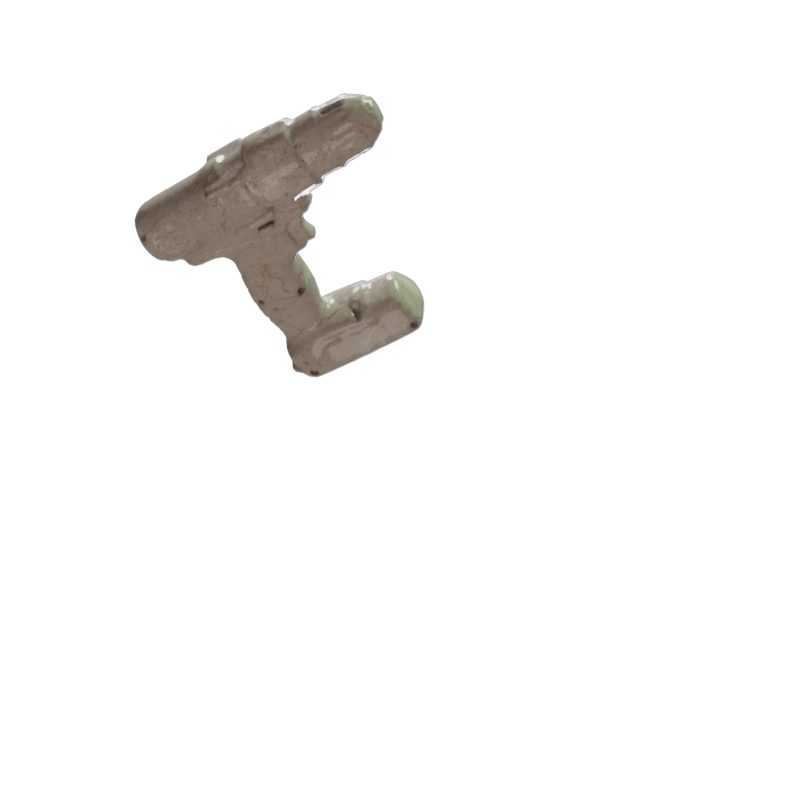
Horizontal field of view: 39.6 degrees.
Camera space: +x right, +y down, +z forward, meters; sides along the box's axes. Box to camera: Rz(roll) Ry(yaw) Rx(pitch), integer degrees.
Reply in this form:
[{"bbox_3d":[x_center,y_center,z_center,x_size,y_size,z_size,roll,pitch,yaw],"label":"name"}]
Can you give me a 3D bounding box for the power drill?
[{"bbox_3d":[-0.060,-0.109,0.763,0.185,0.062,0.174,-24,-52,20],"label":"power drill"}]
